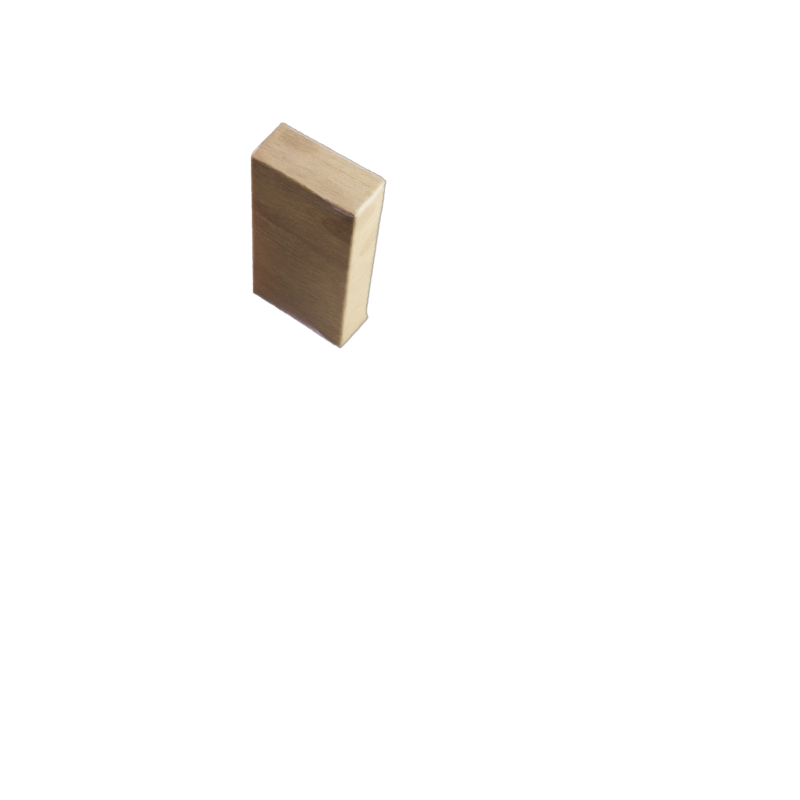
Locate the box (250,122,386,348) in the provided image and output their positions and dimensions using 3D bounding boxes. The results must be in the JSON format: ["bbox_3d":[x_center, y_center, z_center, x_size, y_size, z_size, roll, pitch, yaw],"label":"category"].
[{"bbox_3d":[-0.065,-0.119,0.832,0.097,0.049,0.166,33,-26,15],"label":"box"}]
